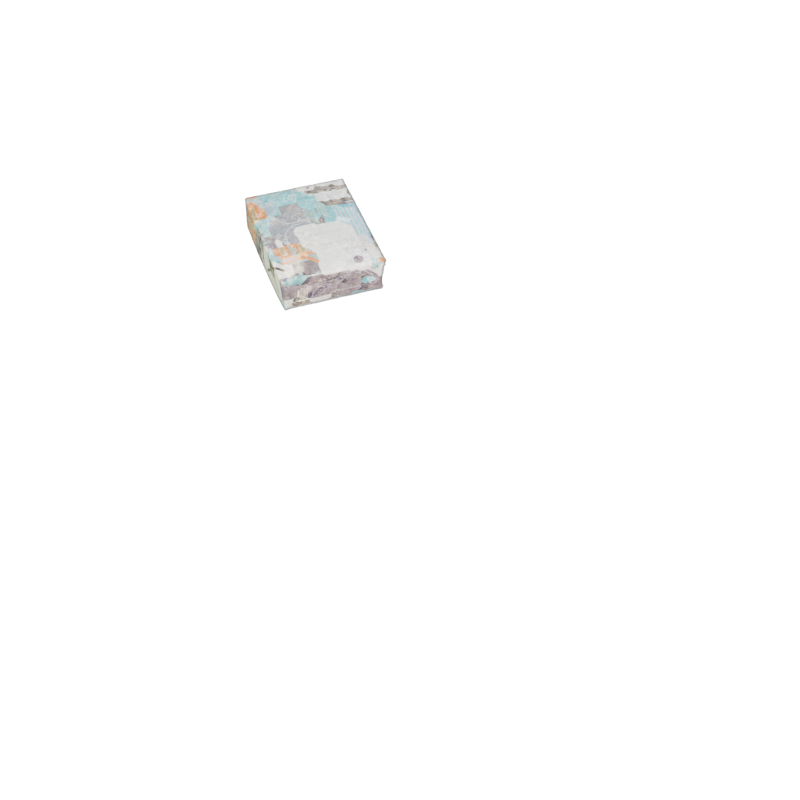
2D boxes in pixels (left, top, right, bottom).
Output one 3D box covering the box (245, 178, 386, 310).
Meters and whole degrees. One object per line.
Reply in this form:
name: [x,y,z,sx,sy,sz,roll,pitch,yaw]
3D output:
box: [-0.073,-0.133,0.933,0.089,0.123,0.036,-15,-40,-13]
